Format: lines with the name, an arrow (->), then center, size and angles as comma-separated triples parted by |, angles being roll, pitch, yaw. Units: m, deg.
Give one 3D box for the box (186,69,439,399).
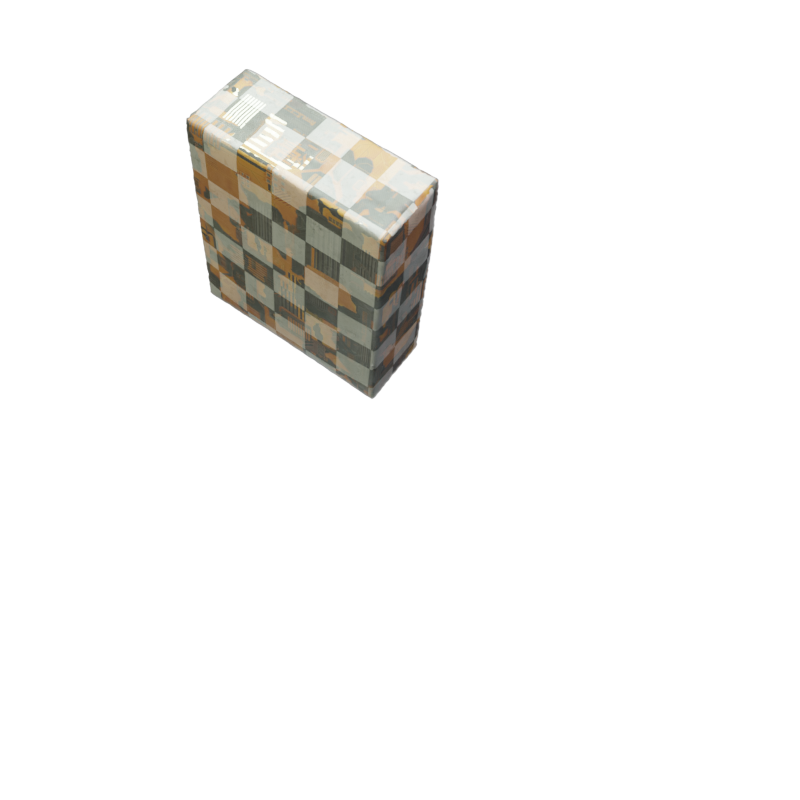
box -> -0.062, -0.114, 0.797 | 0.171, 0.073, 0.200 | 34, -27, 17
